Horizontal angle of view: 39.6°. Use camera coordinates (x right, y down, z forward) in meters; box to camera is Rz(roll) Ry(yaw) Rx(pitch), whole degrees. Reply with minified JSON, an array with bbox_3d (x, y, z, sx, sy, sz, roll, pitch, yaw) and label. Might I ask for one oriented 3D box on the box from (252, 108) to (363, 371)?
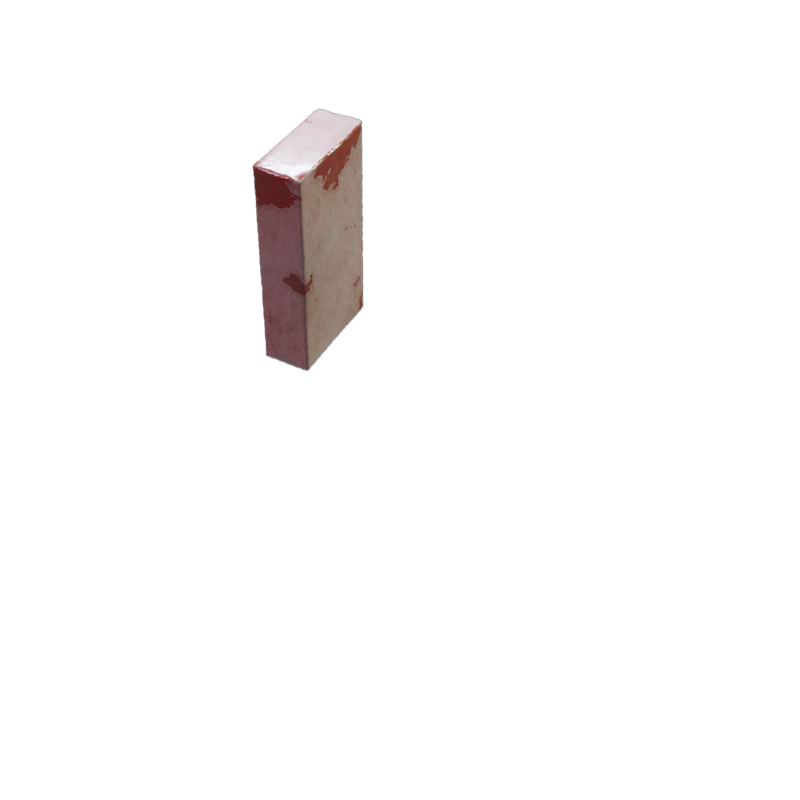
[{"bbox_3d":[-0.065,-0.118,0.830,0.050,0.164,0.096,21,45,18],"label":"box"}]
